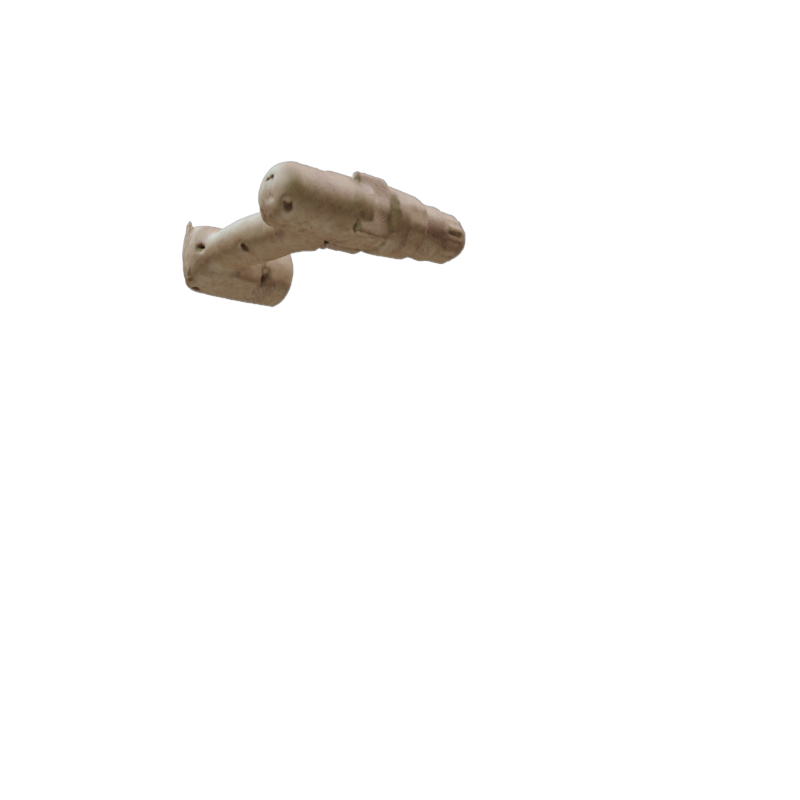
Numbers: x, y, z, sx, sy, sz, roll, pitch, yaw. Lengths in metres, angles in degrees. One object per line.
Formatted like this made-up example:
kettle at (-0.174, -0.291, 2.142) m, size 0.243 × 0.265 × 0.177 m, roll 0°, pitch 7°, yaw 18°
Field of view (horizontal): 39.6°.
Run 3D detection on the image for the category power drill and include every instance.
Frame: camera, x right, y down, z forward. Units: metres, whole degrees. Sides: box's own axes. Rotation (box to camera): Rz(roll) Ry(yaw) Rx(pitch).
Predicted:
power drill at (-0.068, -0.124, 0.868) m, size 0.175 × 0.060 × 0.189 m, roll 13°, pitch -20°, yaw -39°
